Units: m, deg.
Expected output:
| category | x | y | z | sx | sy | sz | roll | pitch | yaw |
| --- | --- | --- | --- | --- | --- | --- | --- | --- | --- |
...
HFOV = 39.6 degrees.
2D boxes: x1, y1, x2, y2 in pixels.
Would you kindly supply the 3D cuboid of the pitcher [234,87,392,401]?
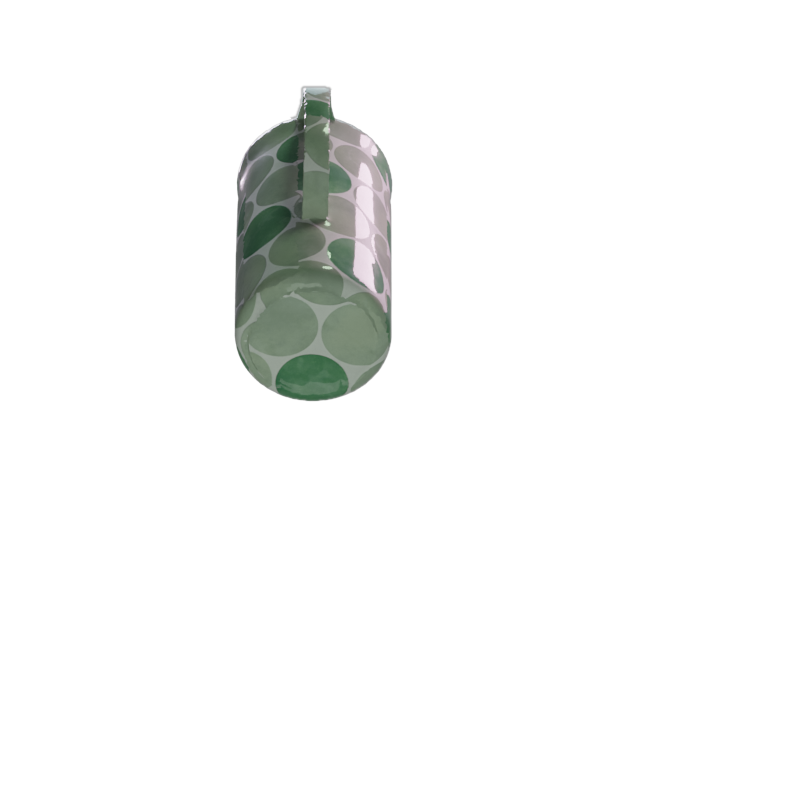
| category | x | y | z | sx | sy | sz | roll | pitch | yaw |
| --- | --- | --- | --- | --- | --- | --- | --- | --- | --- |
| pitcher | -0.066 | -0.121 | 0.849 | 0.144 | 0.141 | 0.259 | -37 | 29 | 20 |
